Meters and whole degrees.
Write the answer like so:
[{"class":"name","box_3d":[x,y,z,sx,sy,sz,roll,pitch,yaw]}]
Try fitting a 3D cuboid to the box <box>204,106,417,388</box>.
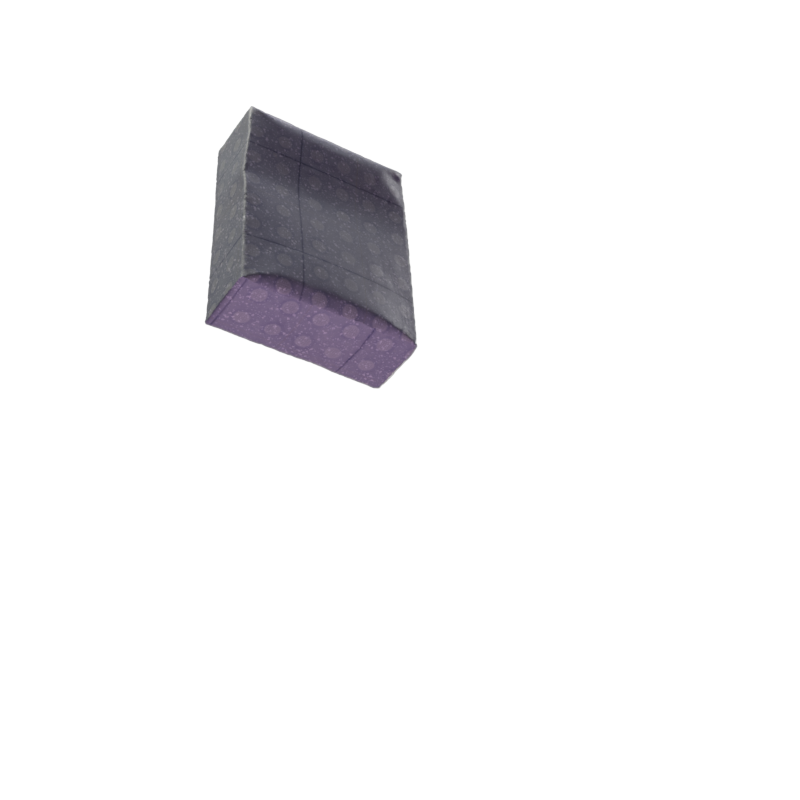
[{"class":"box","box_3d":[-0.074,-0.134,0.939,0.157,0.230,0.070,20,-47,-24]}]
